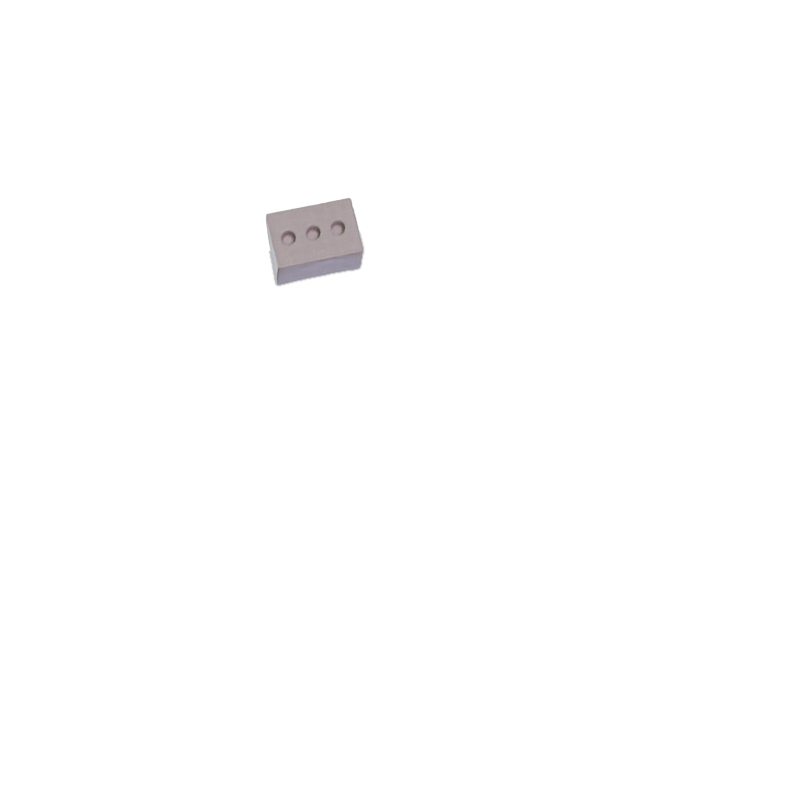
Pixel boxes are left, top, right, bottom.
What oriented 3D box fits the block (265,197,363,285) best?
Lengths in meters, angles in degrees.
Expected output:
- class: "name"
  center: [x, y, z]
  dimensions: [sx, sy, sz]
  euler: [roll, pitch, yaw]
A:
- class: "block"
  center: [-0.076, -0.139, 0.977]
  dimensions: [0.078, 0.055, 0.049]
  euler: [-13, -14, -5]
